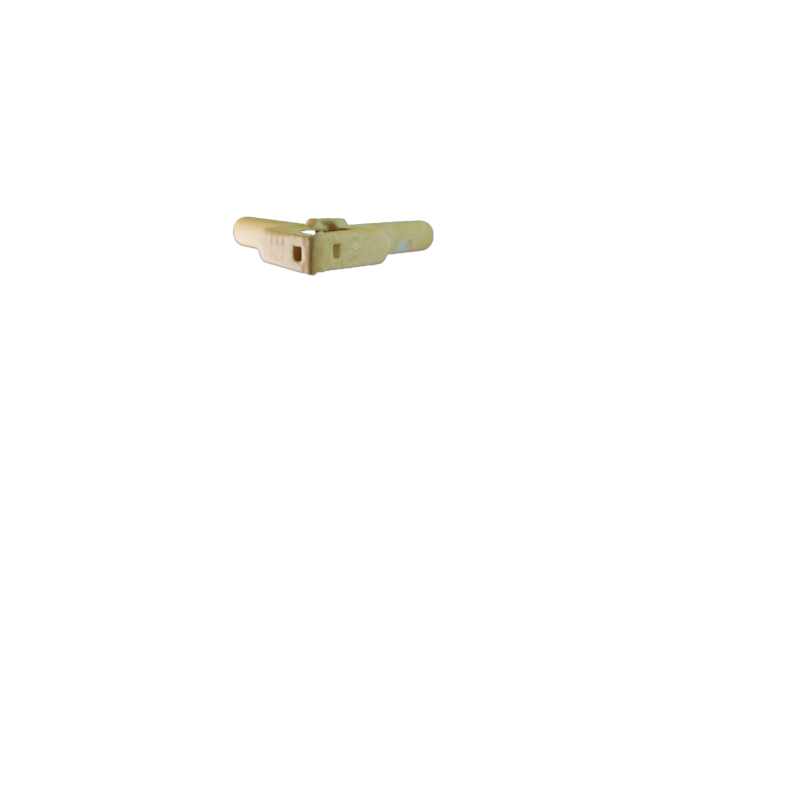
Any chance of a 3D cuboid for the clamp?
[{"bbox_3d":[-0.065,-0.119,0.833,0.167,0.036,0.212,2,12,8],"label":"clamp"}]
